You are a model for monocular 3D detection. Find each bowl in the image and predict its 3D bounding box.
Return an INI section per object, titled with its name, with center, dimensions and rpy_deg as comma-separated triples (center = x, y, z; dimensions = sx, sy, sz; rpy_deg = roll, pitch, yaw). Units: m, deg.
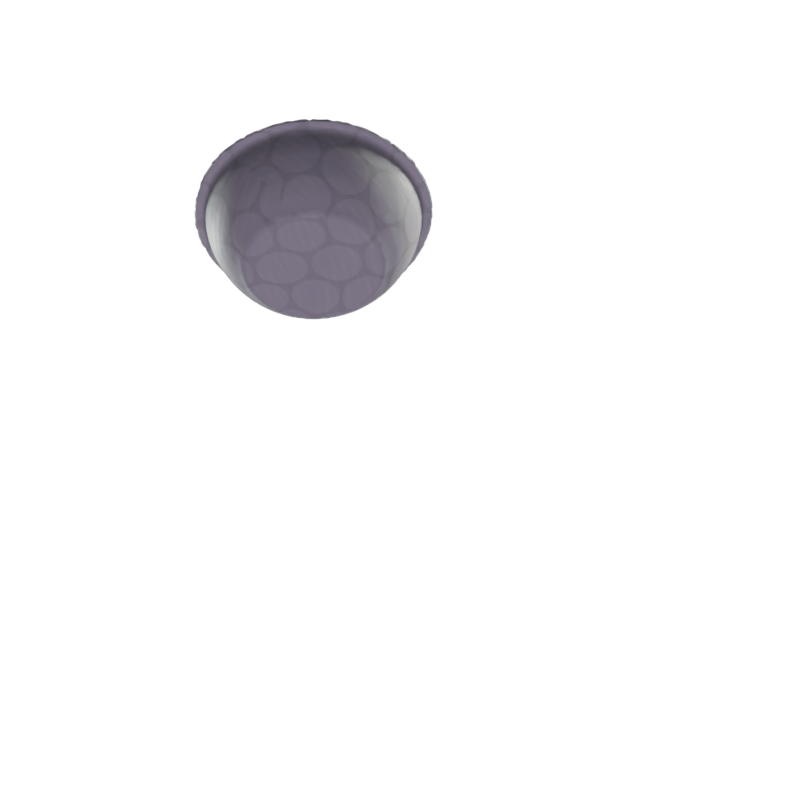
[bowl]
center = -0.058, -0.105, 0.735
dimensions = 0.162, 0.151, 0.059
rpy_deg = 1, 44, -1
